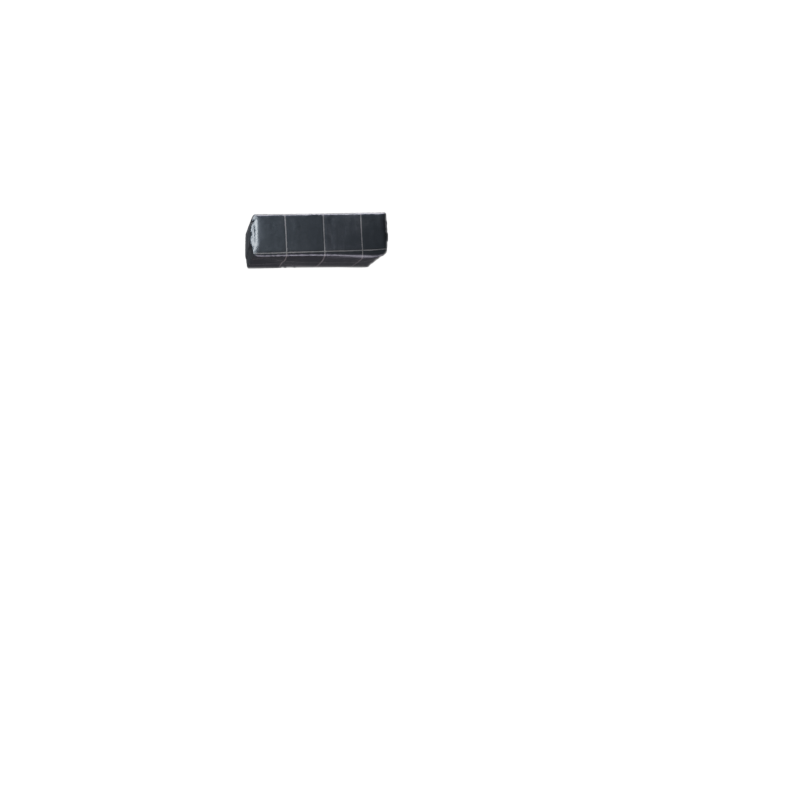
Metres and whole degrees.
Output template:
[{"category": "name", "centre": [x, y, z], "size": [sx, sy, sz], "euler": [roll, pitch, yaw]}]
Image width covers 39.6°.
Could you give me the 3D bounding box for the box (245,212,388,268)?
[{"category": "box", "centre": [-0.073, -0.134, 0.938], "size": [0.112, 0.039, 0.090], "euler": [0, -1, -9]}]
